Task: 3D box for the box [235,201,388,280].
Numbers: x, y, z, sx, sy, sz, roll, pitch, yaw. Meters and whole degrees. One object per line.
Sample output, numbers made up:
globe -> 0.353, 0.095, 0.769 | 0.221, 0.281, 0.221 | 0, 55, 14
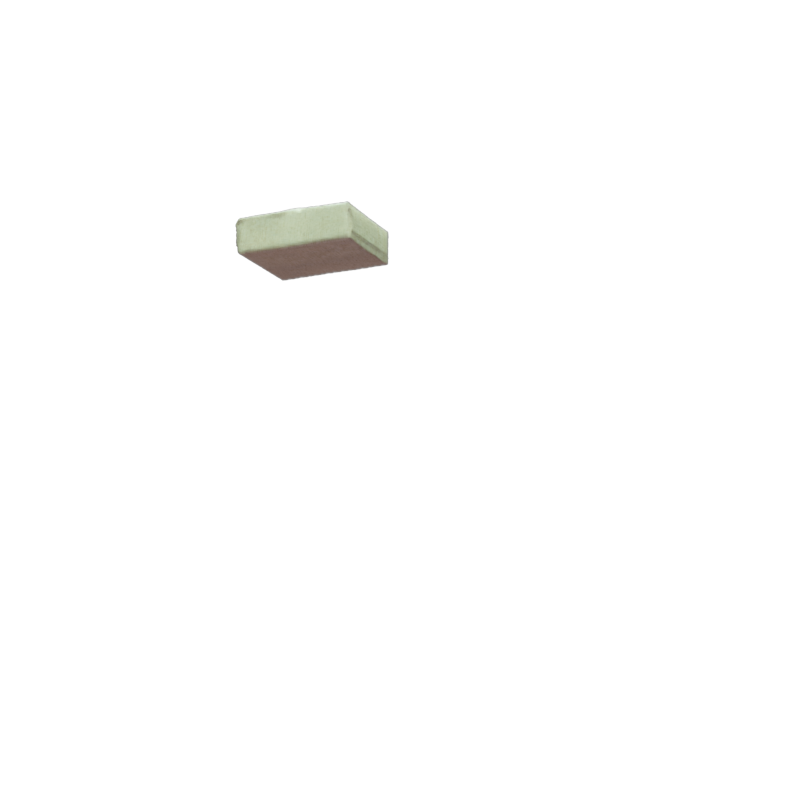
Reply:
box -> -0.062, -0.113, 0.793 | 0.091, 0.031, 0.069 | -5, -12, 23
